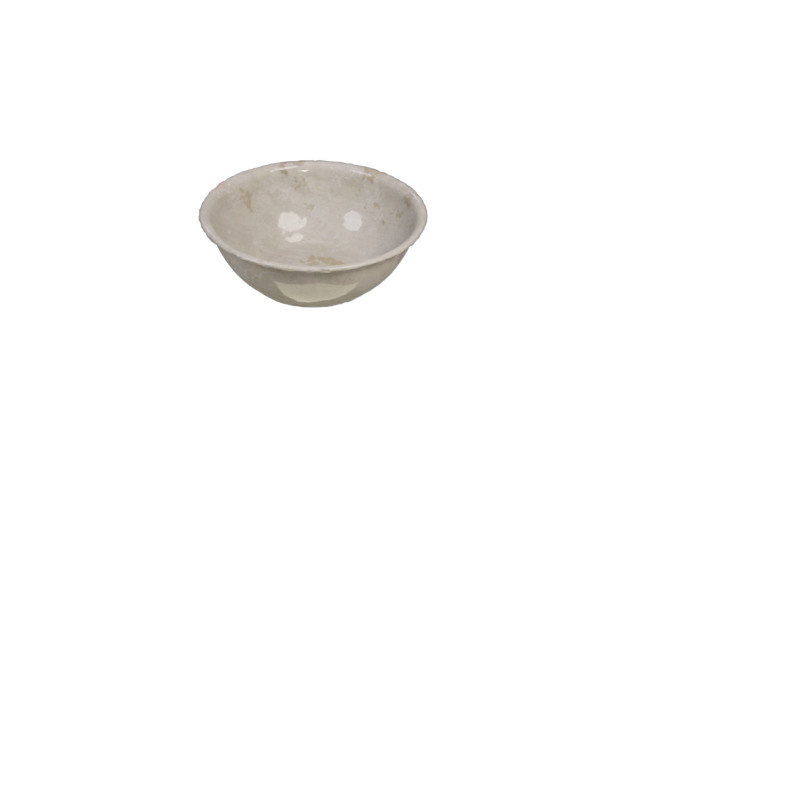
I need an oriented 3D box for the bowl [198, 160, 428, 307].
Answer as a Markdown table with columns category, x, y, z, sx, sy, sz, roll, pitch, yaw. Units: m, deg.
| category | x | y | z | sx | sy | sz | roll | pitch | yaw |
| --- | --- | --- | --- | --- | --- | --- | --- | --- | --- |
| bowl | -0.062 | -0.114 | 0.796 | 0.162 | 0.052 | 0.173 | -1 | 35 | -2 |
